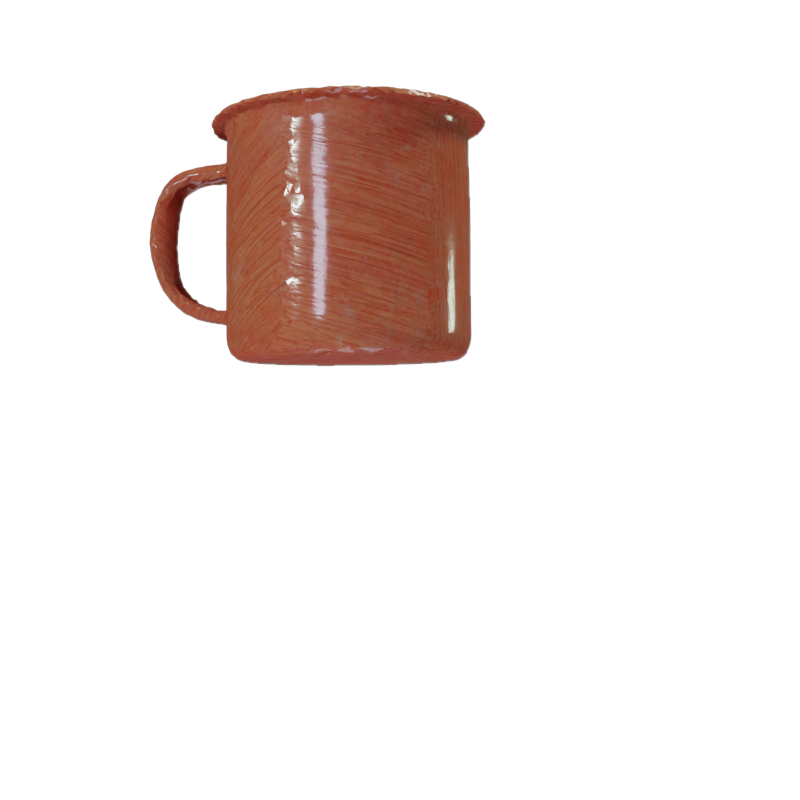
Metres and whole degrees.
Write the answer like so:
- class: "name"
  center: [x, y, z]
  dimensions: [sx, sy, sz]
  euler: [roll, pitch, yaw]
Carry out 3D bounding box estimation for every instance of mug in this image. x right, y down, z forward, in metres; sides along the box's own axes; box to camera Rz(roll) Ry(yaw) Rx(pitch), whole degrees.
- class: "mug"
  center: [-0.029, -0.054, 0.377]
  dimensions: [0.119, 0.083, 0.091]
  euler: [-1, -4, 10]
